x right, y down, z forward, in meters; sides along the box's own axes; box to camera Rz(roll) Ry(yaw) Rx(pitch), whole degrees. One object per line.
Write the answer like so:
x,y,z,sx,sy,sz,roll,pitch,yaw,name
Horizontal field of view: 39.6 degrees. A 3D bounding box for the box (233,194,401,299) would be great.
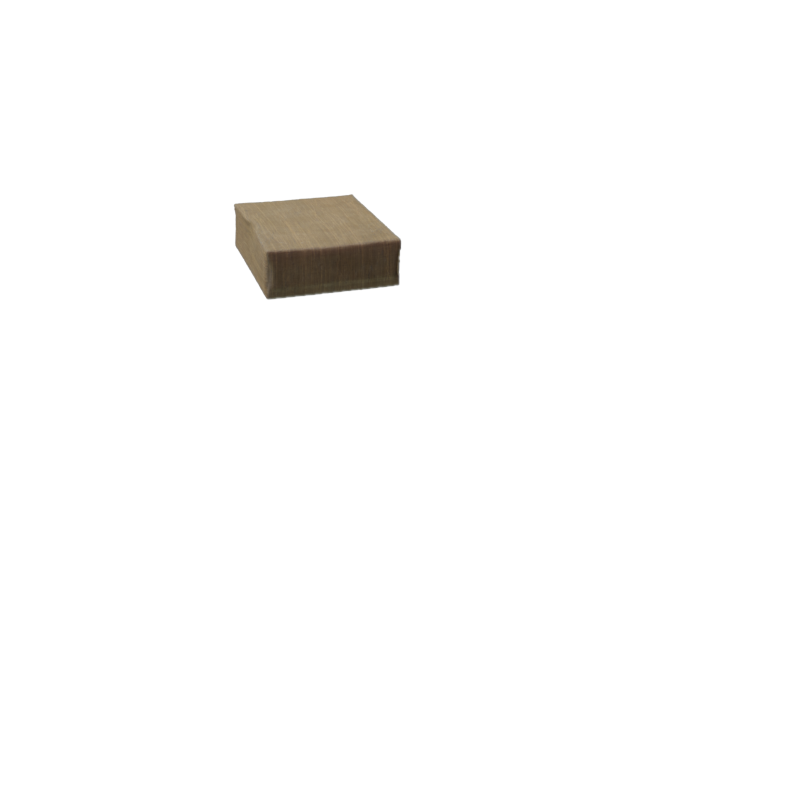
-0.048,-0.087,0.611,0.072,0.029,0.095,-7,27,-15,box
